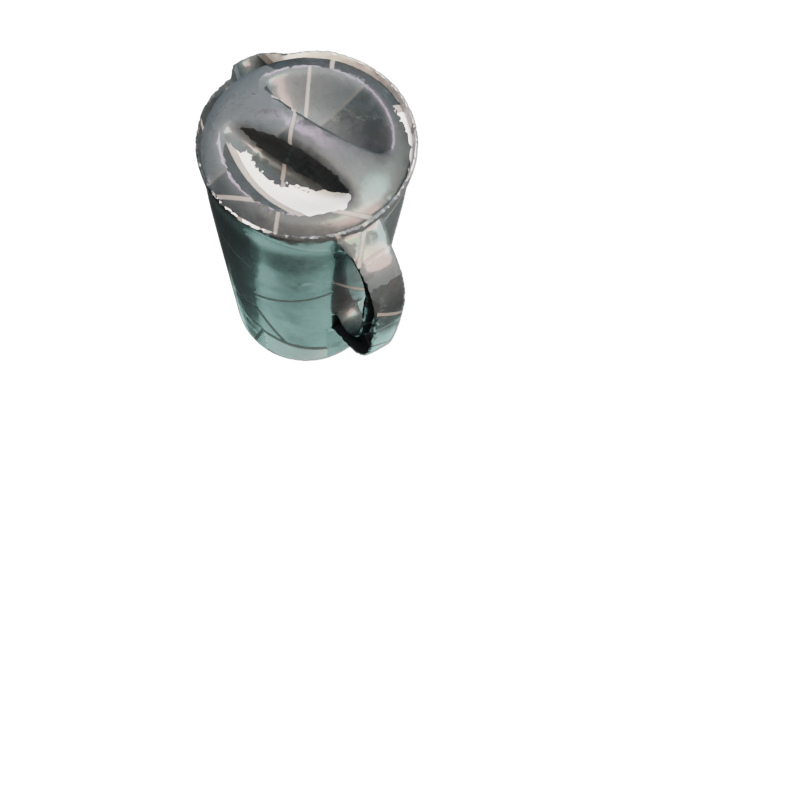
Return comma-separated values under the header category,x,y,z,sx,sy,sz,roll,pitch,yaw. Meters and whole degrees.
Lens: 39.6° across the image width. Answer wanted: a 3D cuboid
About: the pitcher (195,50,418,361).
category,x,y,z,sx,sy,sz,roll,pitch,yaw
pitcher,-0.059,-0.108,0.757,0.146,0.156,0.231,14,-22,3
